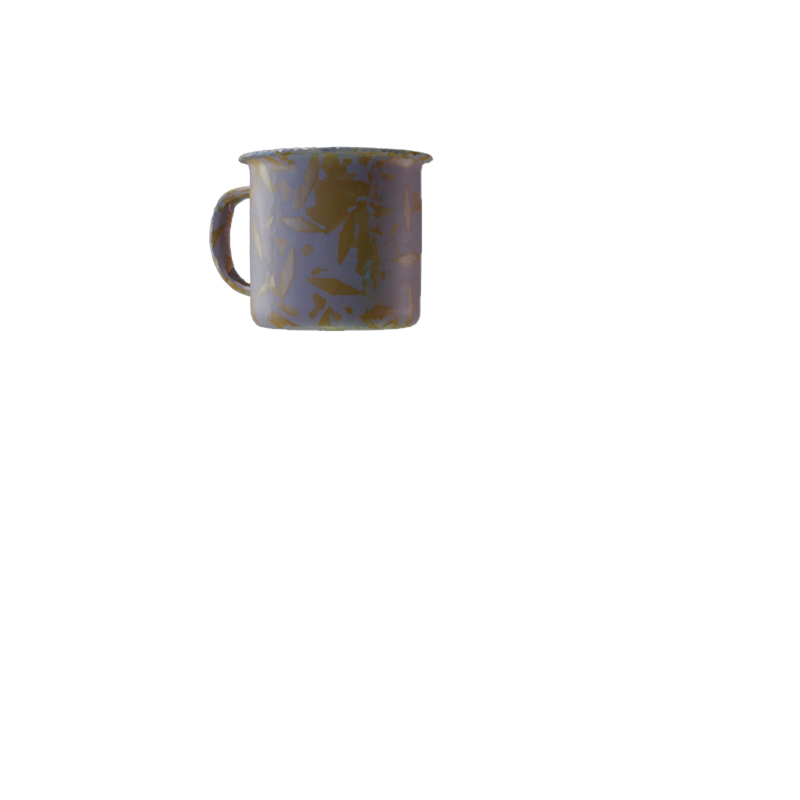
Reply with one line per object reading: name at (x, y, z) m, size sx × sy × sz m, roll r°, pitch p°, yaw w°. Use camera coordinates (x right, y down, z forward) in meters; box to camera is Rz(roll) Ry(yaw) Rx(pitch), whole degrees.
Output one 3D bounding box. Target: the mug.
mug at (-0.042, -0.076, 0.534) m, size 0.121 × 0.081 × 0.091 m, roll 2°, pitch 4°, yaw 25°
